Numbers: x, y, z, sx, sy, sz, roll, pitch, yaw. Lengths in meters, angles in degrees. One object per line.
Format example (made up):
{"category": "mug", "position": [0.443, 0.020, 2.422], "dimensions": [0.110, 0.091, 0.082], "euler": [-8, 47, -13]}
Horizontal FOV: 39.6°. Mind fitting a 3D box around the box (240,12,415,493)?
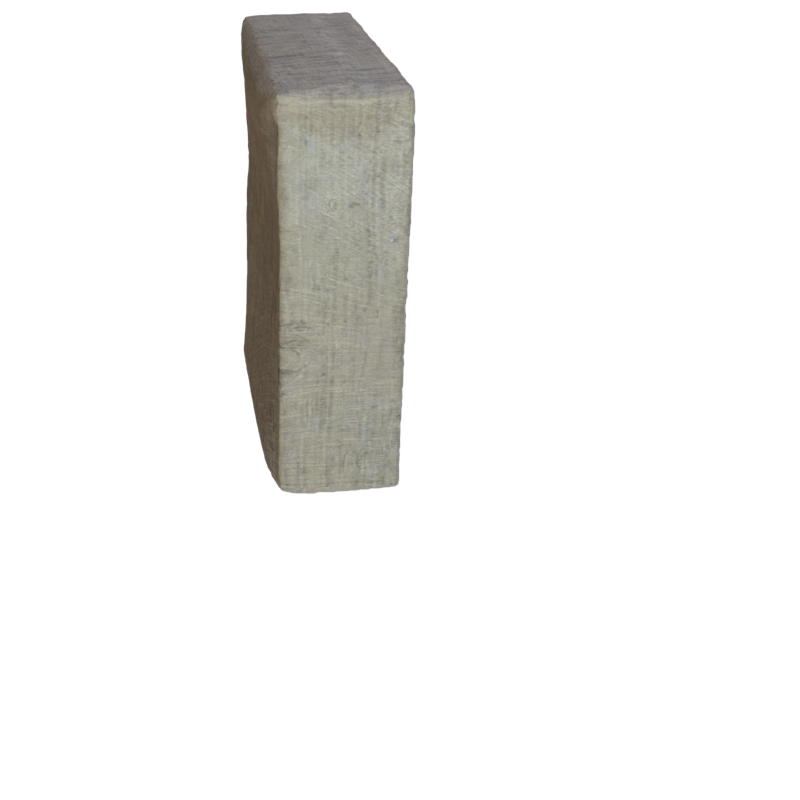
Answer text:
{"category": "box", "position": [-0.047, -0.085, 0.595], "dimensions": [0.071, 0.202, 0.175], "euler": [-4, 27, -11]}
